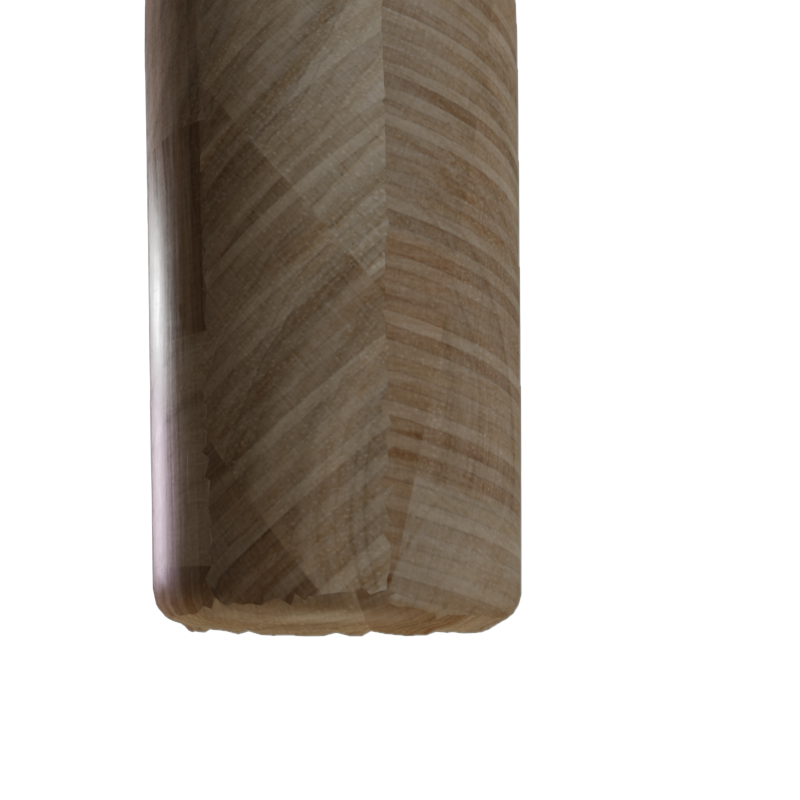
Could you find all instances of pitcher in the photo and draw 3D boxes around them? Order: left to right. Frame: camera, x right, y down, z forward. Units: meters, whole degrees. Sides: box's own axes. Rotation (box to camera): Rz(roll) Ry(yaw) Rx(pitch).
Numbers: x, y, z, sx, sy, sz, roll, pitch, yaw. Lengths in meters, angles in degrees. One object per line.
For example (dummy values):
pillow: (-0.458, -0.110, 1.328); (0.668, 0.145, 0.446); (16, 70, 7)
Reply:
pitcher: (-0.029, -0.053, 0.368); (0.146, 0.253, 0.143); (-2, -15, 3)
